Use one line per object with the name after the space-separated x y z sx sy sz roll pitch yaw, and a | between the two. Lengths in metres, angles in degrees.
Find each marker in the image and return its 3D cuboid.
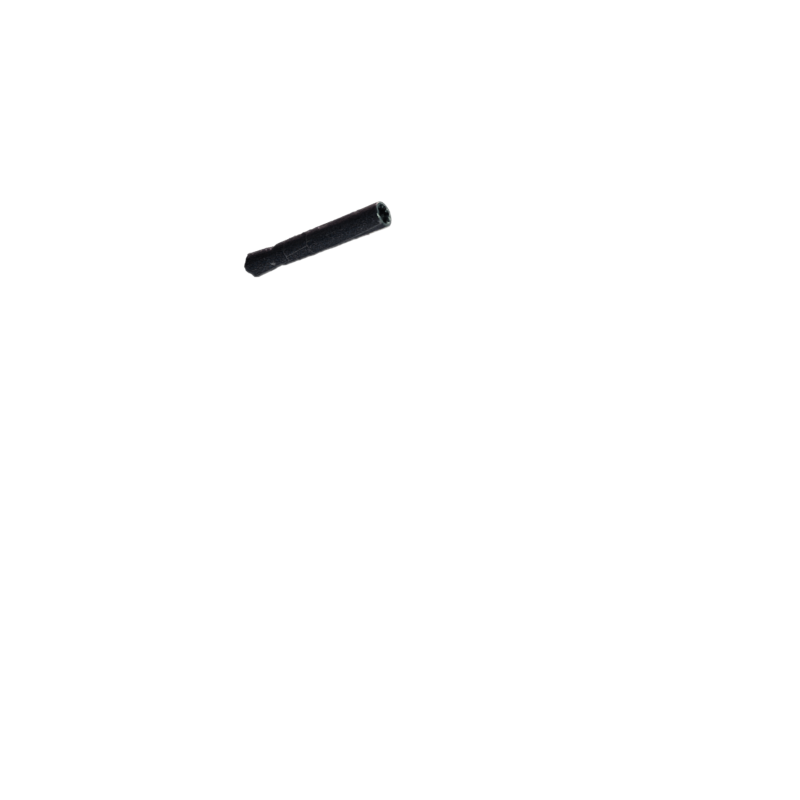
-0.061 -0.111 0.777 0.122 0.020 0.019 -16 -5 31 | marker
